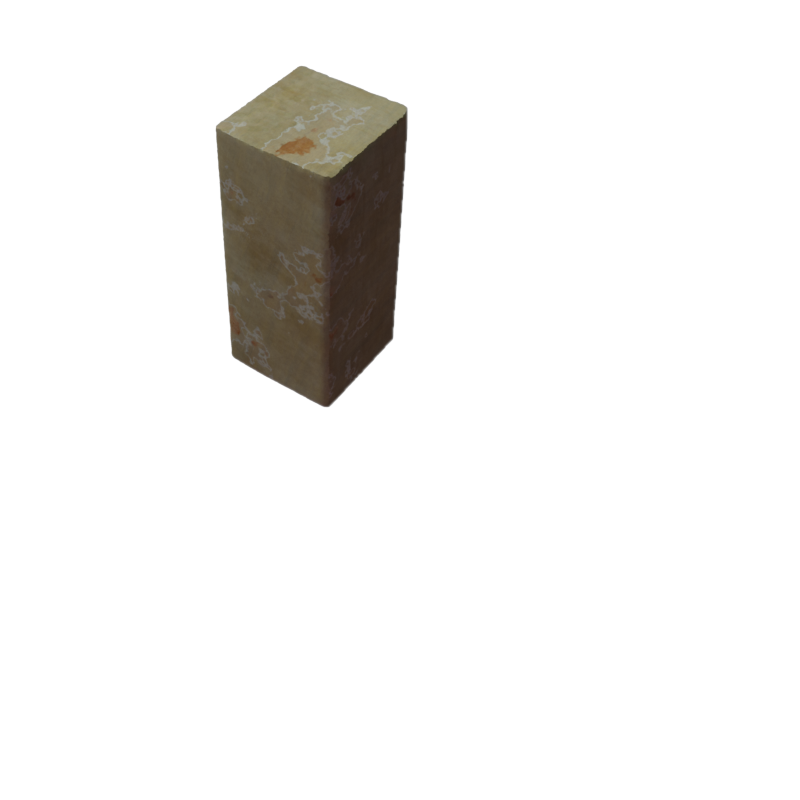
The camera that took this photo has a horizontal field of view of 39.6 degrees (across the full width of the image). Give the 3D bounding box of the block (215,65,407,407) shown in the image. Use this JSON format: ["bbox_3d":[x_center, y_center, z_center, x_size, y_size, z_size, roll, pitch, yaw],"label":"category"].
[{"bbox_3d":[-0.059,-0.107,0.753,0.095,0.192,0.092,27,49,22],"label":"block"}]
